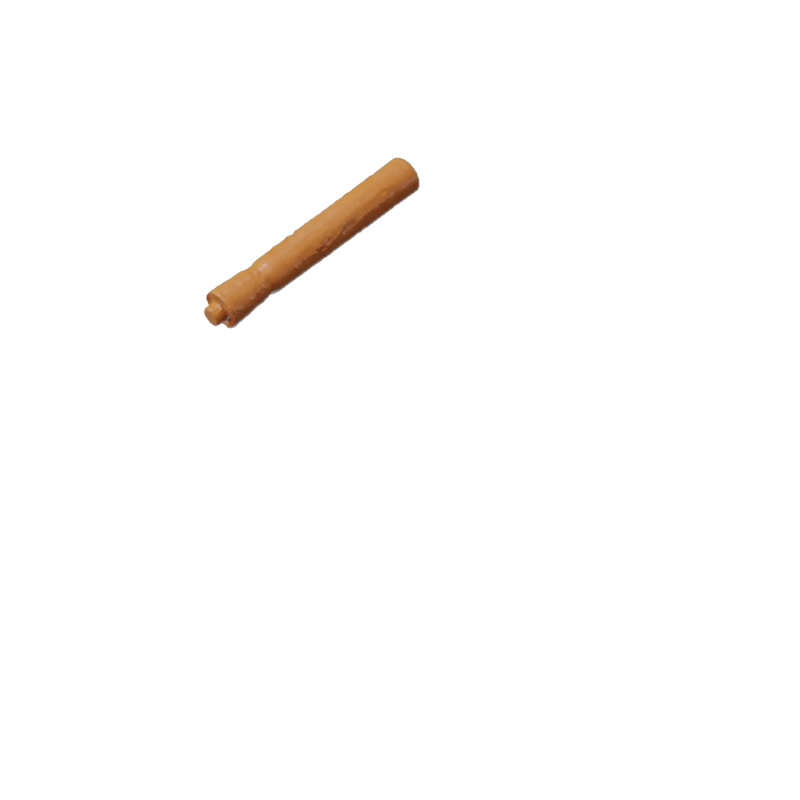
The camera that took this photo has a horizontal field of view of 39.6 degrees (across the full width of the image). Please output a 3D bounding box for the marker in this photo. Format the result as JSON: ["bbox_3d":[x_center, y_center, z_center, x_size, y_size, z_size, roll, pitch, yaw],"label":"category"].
[{"bbox_3d":[-0.039,-0.070,0.494,0.122,0.019,0.021,-41,24,-26],"label":"marker"}]
